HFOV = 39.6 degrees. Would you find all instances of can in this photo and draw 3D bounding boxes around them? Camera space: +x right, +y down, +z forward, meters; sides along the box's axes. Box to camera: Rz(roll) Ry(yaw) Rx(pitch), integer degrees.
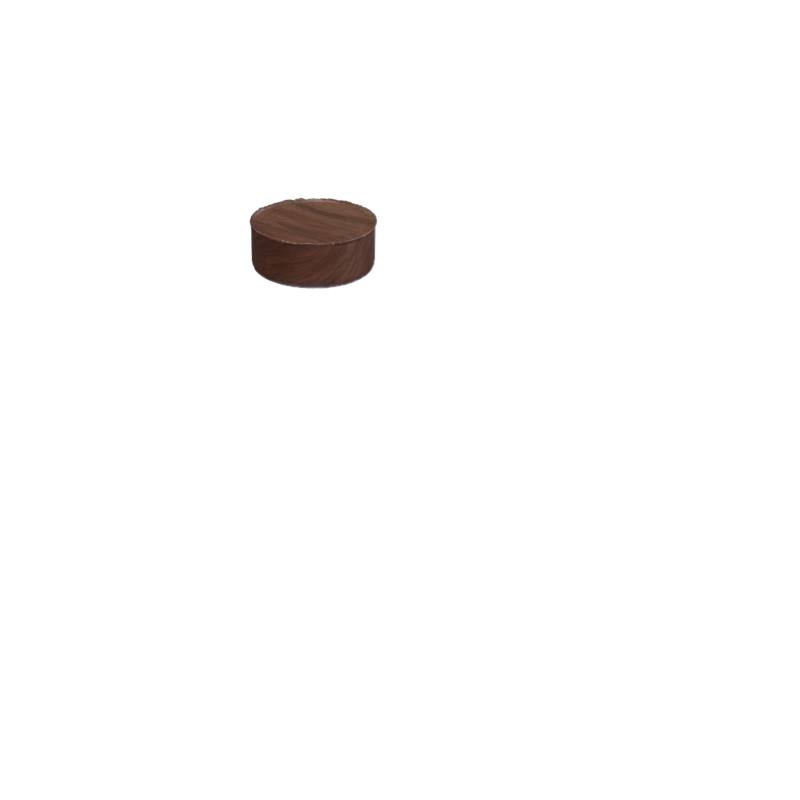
[{"bbox_3d":[-0.059,-0.107,0.752,0.086,0.032,0.091,-1,28,-2],"label":"can"}]
